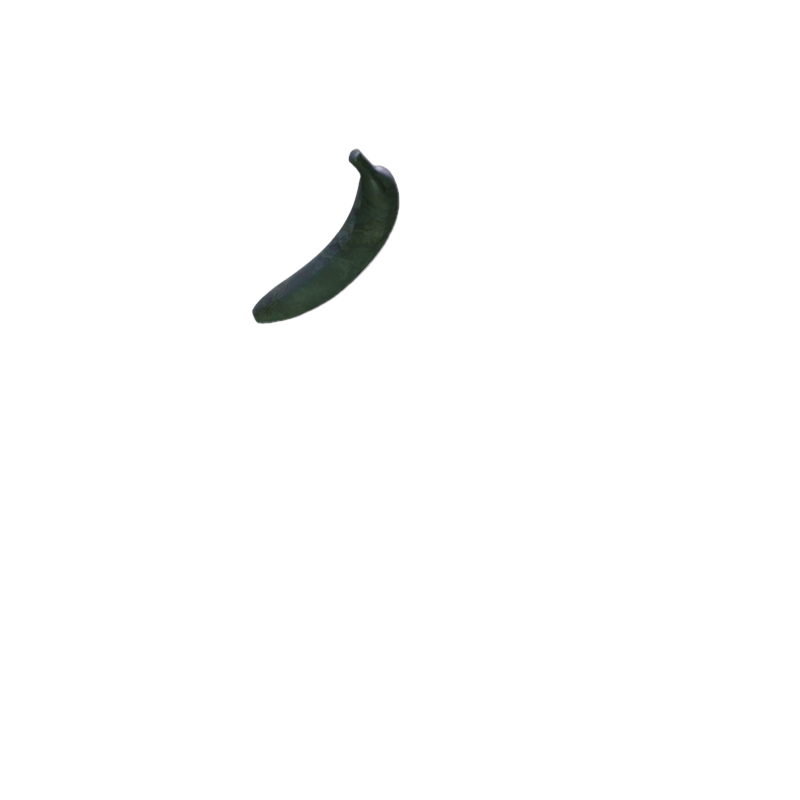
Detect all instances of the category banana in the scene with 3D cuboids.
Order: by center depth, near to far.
[{"bbox_3d":[-0.052,-0.125,0.897,0.067,0.039,0.191,21,-50,-20],"label":"banana"}]
